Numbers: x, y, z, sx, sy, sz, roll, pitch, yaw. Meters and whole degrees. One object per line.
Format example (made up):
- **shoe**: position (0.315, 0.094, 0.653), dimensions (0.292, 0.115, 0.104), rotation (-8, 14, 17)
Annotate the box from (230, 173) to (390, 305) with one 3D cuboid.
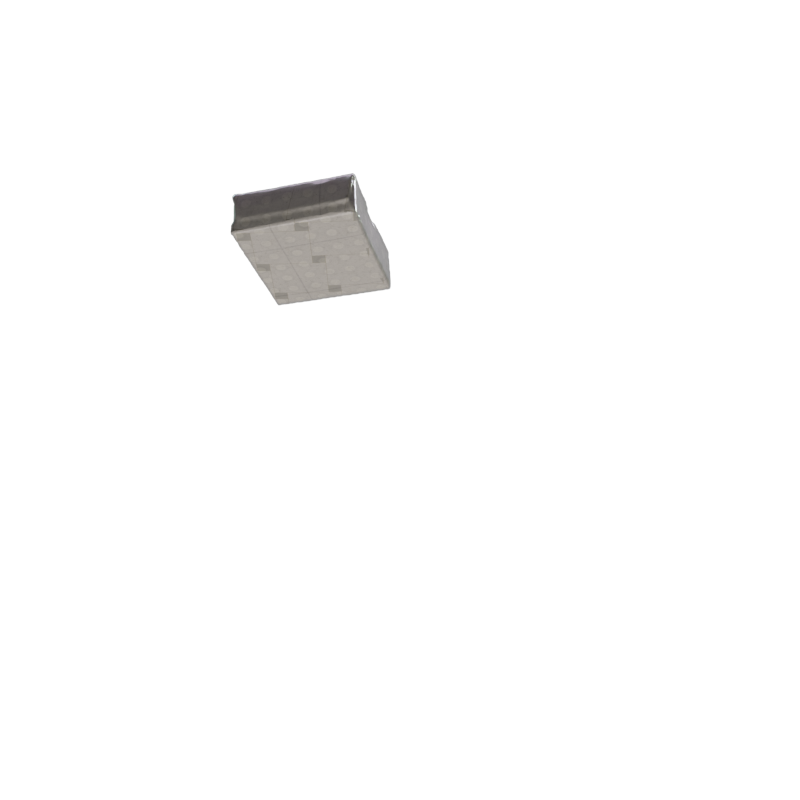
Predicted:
- **box**: position (-0.051, -0.093, 0.654), dimensions (0.074, 0.032, 0.083), rotation (-8, -30, 13)
